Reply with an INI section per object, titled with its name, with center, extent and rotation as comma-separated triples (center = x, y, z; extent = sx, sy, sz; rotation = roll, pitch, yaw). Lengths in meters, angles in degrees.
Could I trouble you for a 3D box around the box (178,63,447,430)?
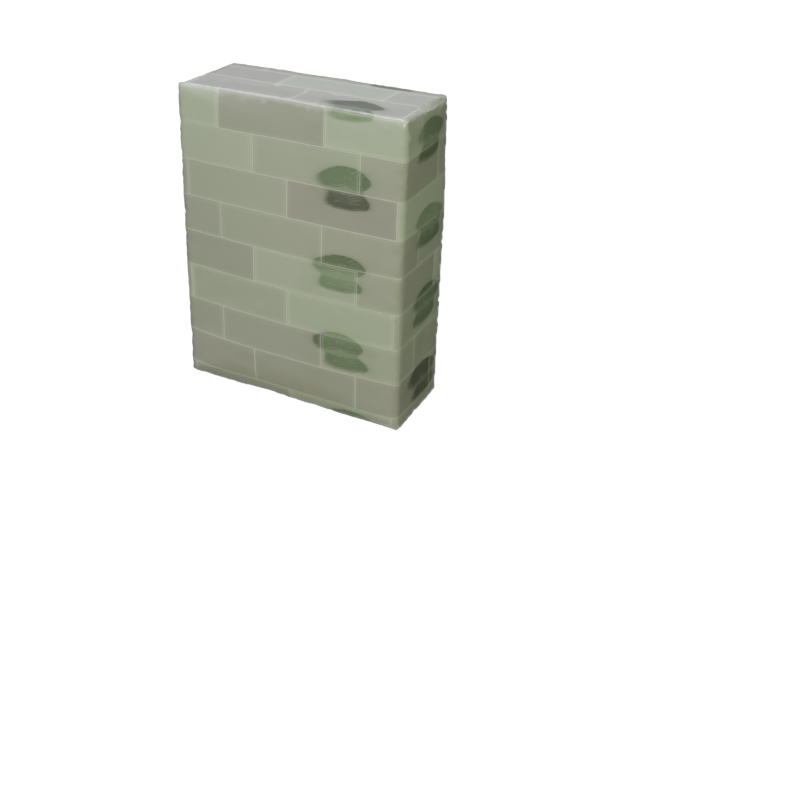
[box]
center = -0.058, -0.105, 0.736
extent = 0.171, 0.202, 0.073
rotation = 15, 29, 25
